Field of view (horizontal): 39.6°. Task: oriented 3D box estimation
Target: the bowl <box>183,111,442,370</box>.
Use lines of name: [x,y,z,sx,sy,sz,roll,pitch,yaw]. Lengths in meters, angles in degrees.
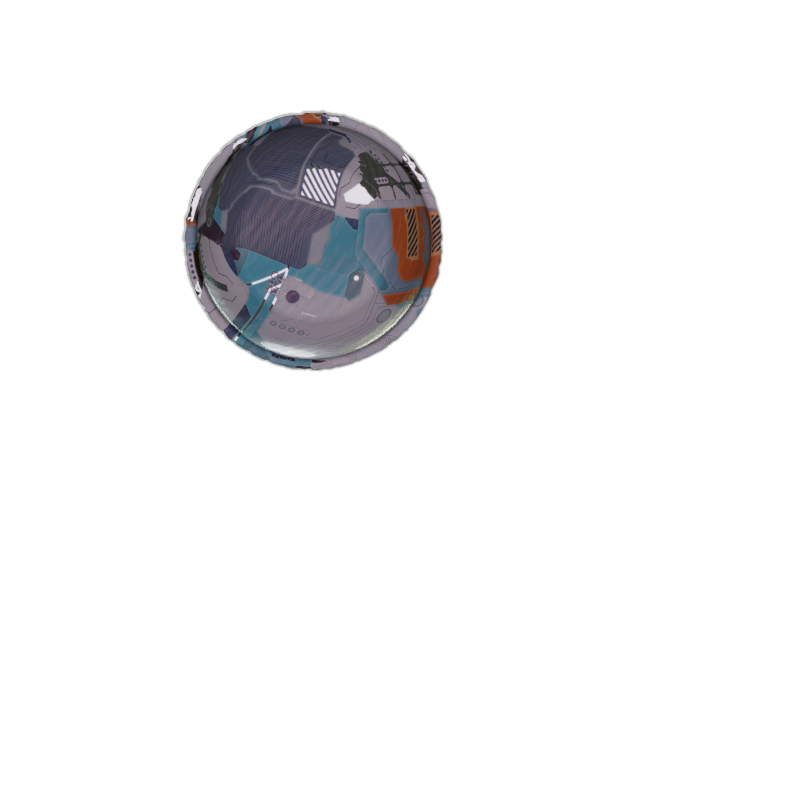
bowl: [-0.052,-0.095,0.668,0.162,0.162,0.055,0,1,0]
